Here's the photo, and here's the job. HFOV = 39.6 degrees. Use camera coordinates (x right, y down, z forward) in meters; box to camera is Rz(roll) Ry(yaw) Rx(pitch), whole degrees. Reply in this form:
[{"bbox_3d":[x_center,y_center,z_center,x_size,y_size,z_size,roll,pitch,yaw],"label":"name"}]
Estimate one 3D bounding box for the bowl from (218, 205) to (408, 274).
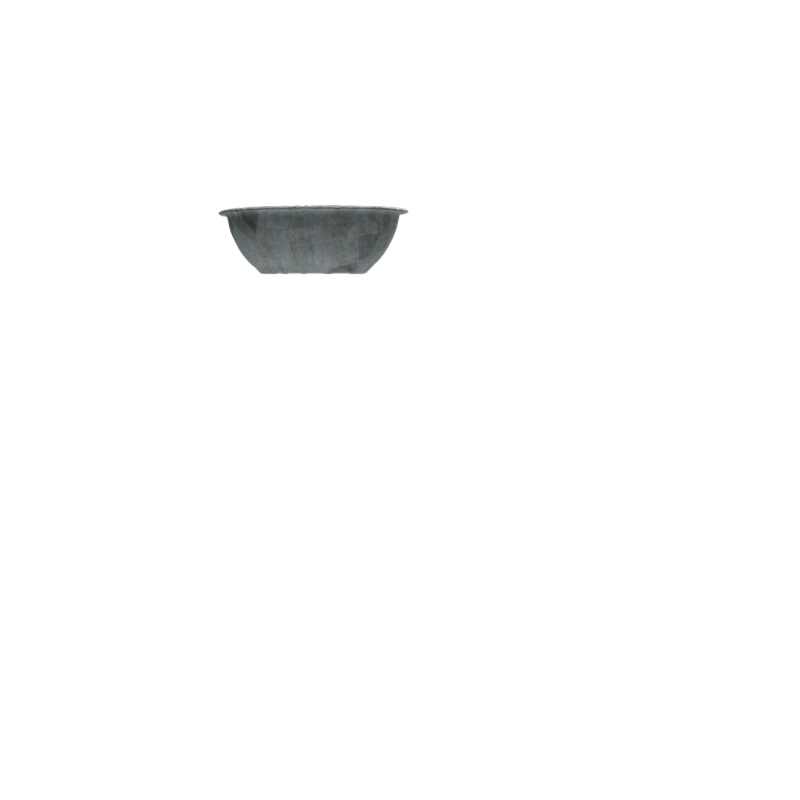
[{"bbox_3d":[-0.074,-0.135,0.946,0.162,0.055,0.163,0,6,-2],"label":"bowl"}]
